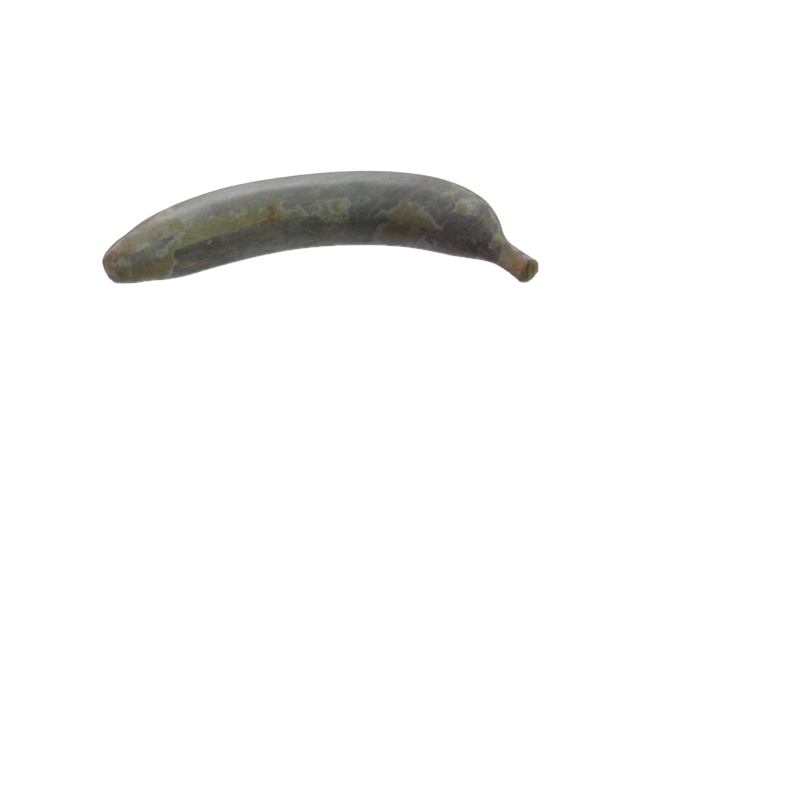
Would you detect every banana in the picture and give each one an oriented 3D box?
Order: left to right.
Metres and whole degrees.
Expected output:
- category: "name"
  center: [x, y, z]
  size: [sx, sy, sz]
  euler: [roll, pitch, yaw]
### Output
- category: "banana"
  center: [-0.038, -0.083, 0.523]
  size: [0.197, 0.035, 0.074]
  euler: [-2, 31, -4]
